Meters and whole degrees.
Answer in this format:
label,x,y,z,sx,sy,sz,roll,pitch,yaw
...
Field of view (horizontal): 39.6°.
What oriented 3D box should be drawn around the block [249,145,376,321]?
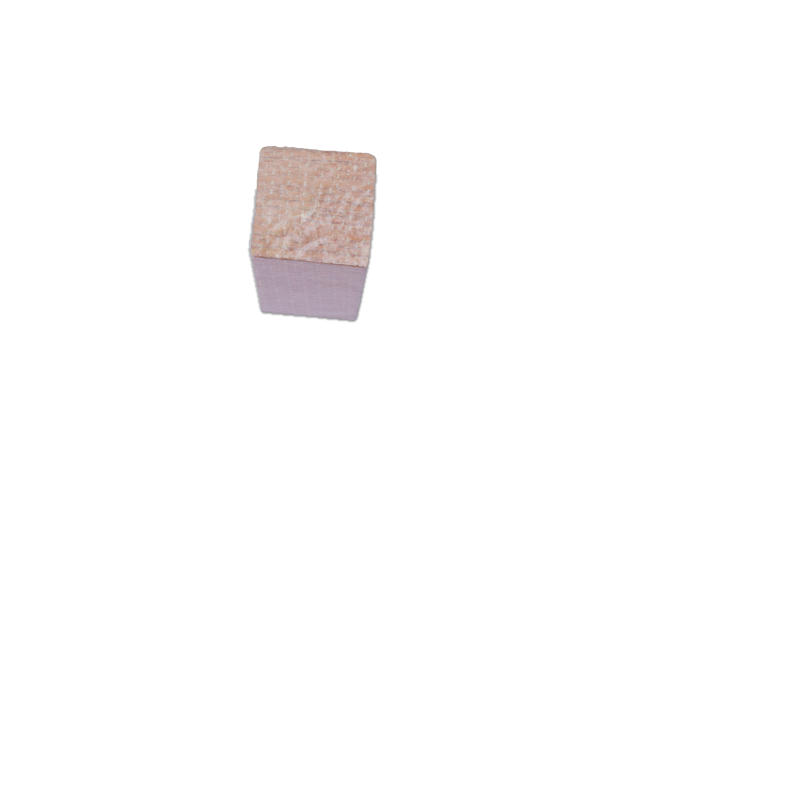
label,x,y,z,sx,sy,sz,roll,pitch,yaw
block,-0.072,-0.132,0.922,0.090,0.093,0.201,5,-9,-3
